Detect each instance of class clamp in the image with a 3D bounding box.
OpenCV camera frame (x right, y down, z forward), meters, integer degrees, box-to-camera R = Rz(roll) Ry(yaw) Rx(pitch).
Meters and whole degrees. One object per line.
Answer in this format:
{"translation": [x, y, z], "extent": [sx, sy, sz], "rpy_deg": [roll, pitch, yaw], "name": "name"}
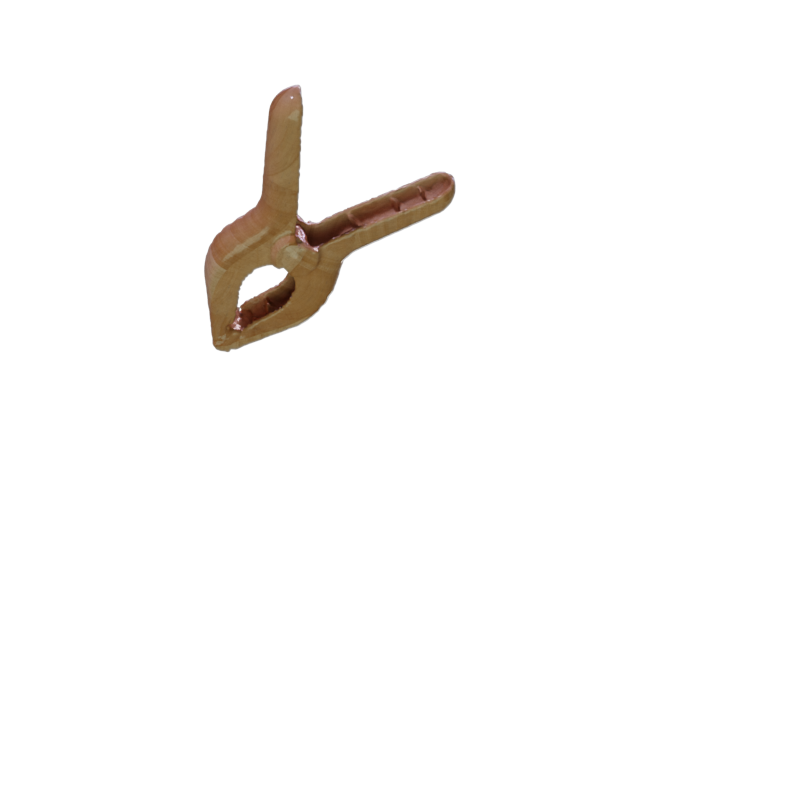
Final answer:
{"translation": [-0.050, -0.092, 0.644], "extent": [0.116, 0.166, 0.042], "rpy_deg": [23, 33, -17], "name": "clamp"}
